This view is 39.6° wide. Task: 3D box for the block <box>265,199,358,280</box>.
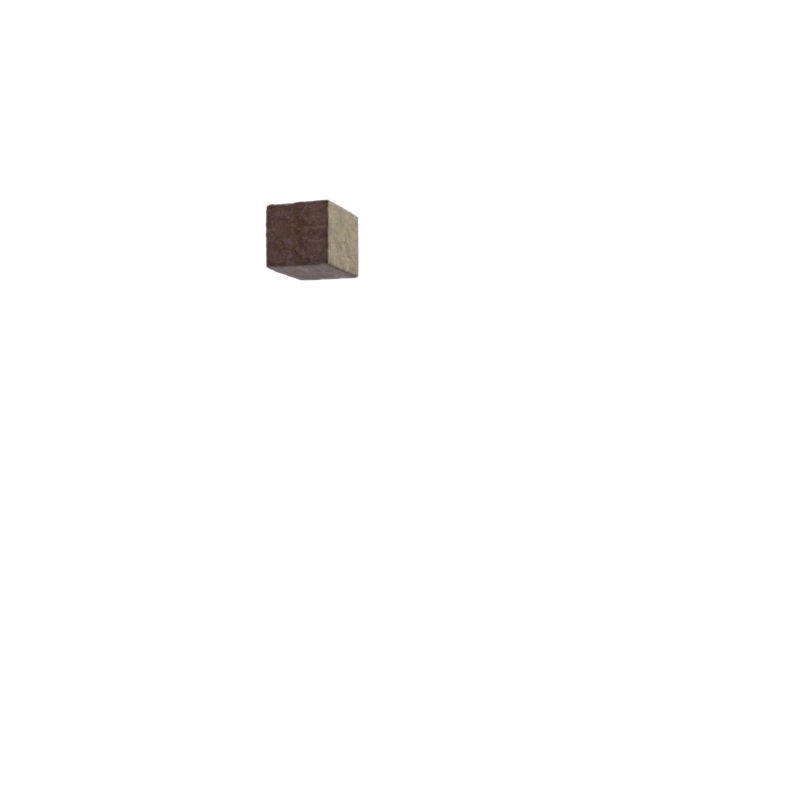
[{"bbox_3d":[-0.069,-0.126,0.882,0.054,0.052,0.075,-2,-5,17],"label":"block"}]
